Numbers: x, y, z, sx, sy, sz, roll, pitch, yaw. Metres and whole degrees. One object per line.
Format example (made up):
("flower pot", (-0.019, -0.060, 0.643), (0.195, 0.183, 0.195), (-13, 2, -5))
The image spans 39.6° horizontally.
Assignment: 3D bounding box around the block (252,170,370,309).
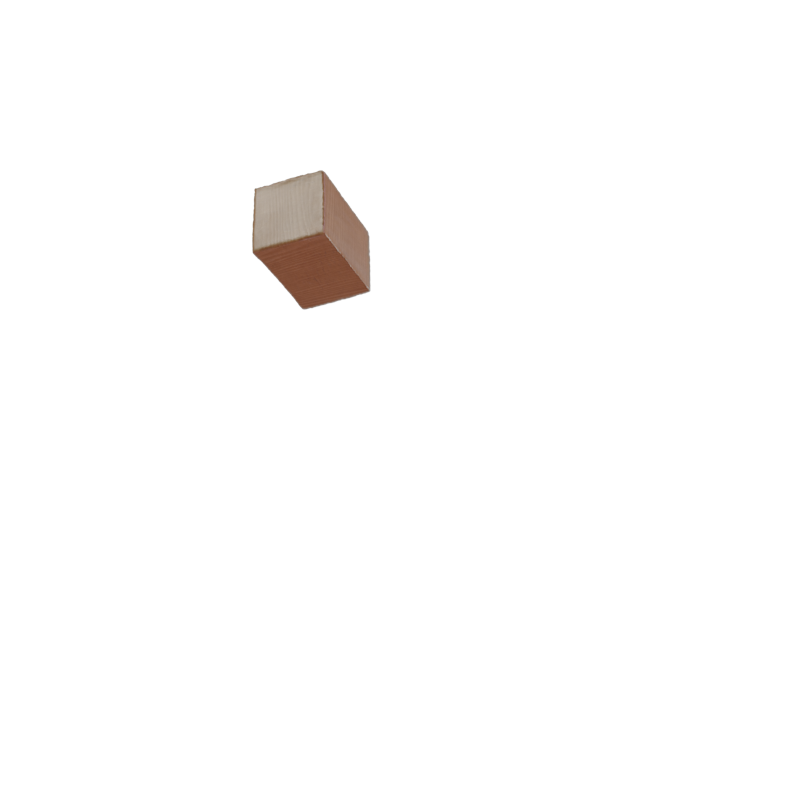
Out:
("block", (-0.058, -0.105, 0.735), (0.053, 0.055, 0.072), (-13, -33, 18))
